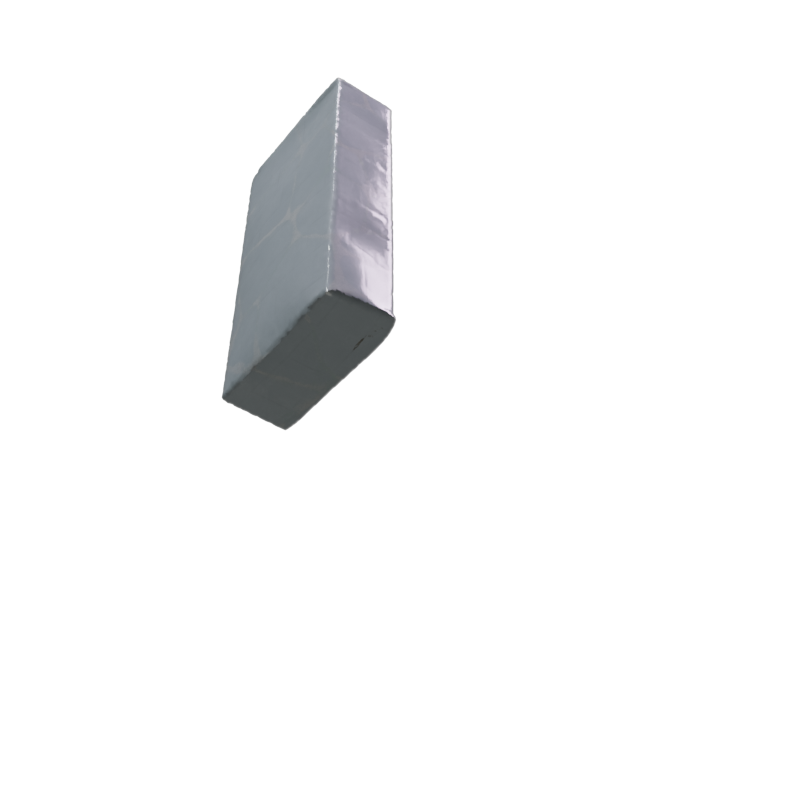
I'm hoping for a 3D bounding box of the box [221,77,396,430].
[{"bbox_3d":[-0.046,-0.083,0.580,0.046,0.189,0.091,27,-52,-28],"label":"box"}]
